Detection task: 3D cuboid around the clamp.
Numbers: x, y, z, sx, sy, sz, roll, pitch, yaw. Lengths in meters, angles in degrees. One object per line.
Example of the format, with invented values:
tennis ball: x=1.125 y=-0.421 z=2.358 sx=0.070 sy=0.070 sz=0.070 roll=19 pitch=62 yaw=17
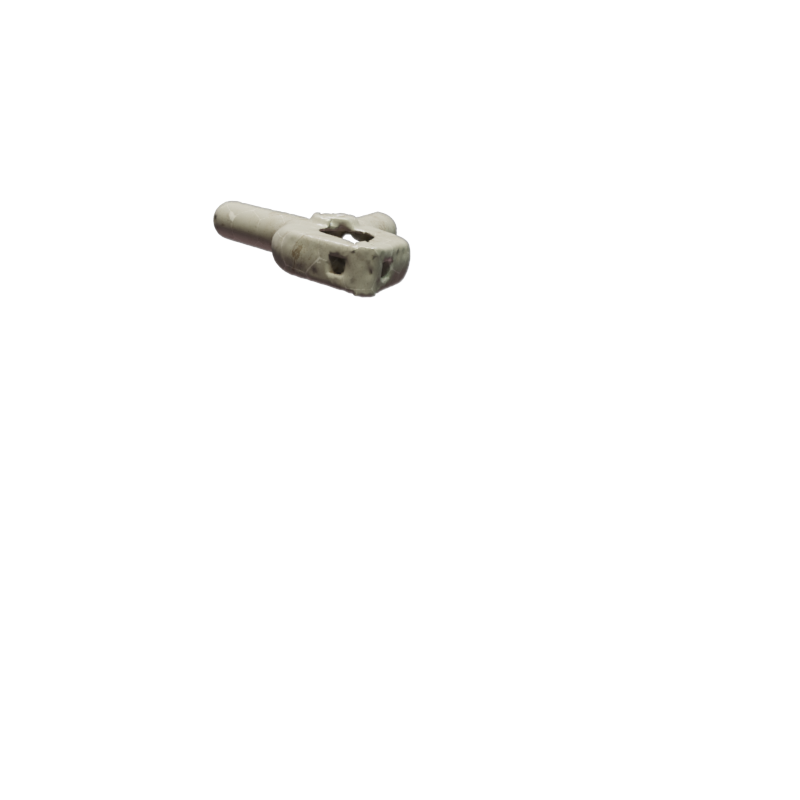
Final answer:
clamp: x=-0.051 y=-0.094 z=0.658 sx=0.119 sy=0.038 sz=0.177 roll=-2 pitch=15 yaw=-7
